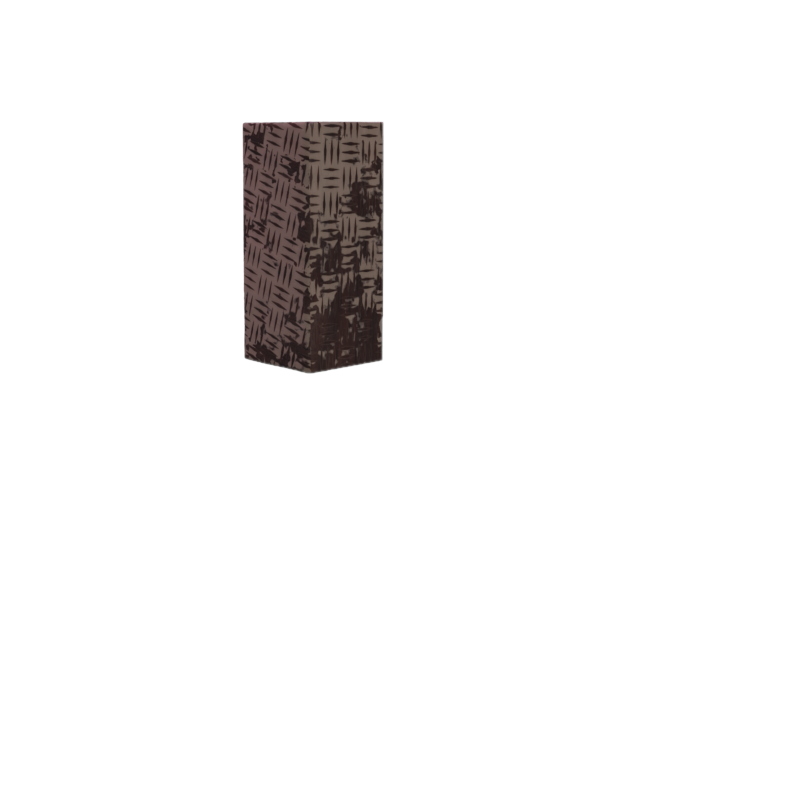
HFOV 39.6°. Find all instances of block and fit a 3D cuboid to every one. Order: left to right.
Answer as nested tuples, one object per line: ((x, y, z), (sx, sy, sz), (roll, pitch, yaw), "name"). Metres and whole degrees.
((-0.075, -0.136, 0.956), (0.088, 0.203, 0.094), (-6, 9, -43), "block")
